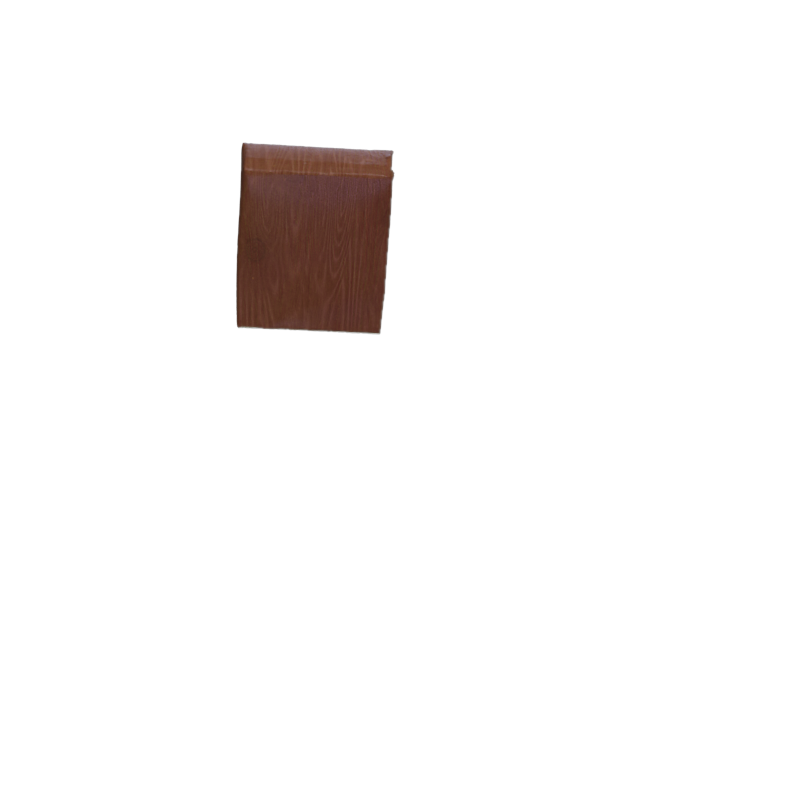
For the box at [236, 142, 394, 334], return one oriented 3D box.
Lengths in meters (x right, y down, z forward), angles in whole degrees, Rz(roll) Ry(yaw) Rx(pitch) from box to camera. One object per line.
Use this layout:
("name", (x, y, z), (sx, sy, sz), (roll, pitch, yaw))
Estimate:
("box", (-0.052, -0.094, 0.660), (0.089, 0.107, 0.042), (3, 35, -3))
